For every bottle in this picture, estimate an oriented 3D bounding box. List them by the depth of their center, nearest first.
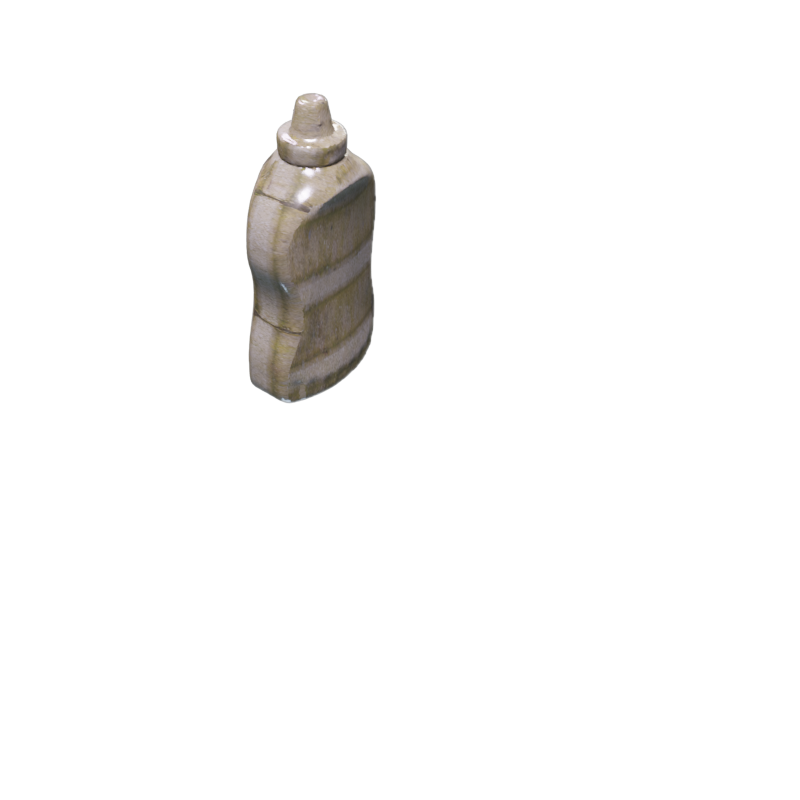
[{"bbox_3d":[-0.053,-0.097,0.675,0.062,0.179,0.097,26,43,28],"label":"bottle"}]
